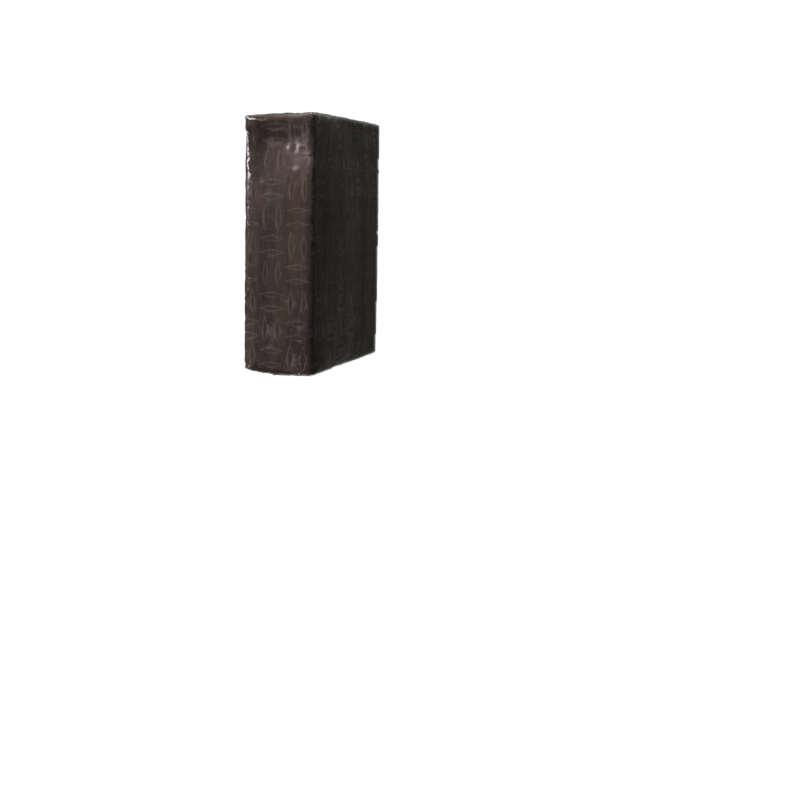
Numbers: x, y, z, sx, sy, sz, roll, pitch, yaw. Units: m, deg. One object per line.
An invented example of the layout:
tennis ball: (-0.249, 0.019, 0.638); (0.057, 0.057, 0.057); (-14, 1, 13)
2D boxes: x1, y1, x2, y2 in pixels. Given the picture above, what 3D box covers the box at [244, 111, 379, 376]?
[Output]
box: (-0.076, -0.138, 0.966); (0.074, 0.212, 0.161); (1, 5, 19)
